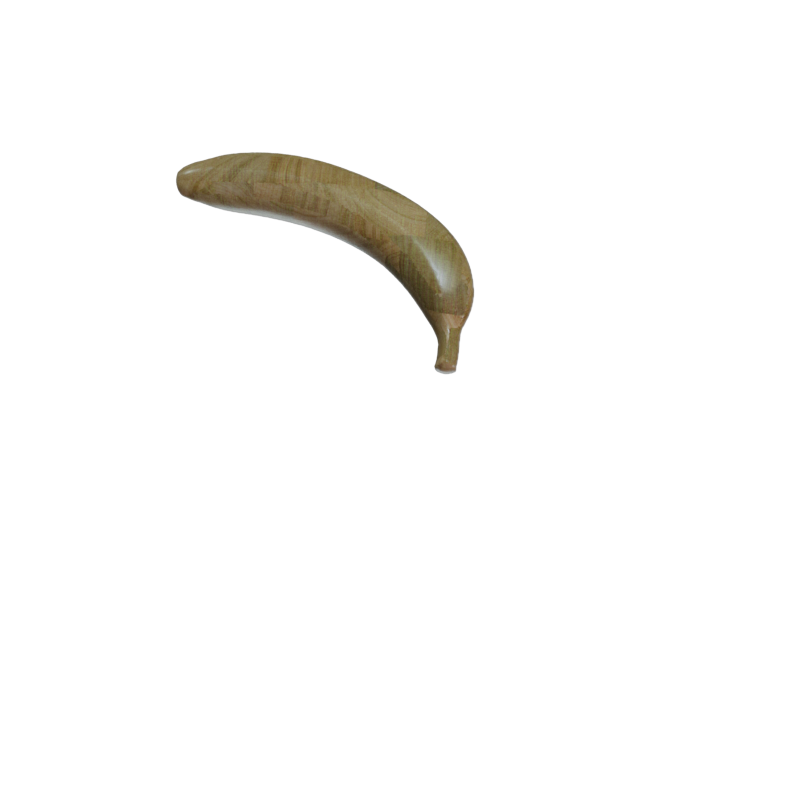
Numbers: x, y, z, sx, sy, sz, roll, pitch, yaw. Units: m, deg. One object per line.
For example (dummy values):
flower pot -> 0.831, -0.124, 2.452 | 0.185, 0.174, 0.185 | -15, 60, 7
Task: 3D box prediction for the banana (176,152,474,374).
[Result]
banana -> -0.032, -0.094, 0.599 | 0.209, 0.034, 0.070 | 34, 58, 25
